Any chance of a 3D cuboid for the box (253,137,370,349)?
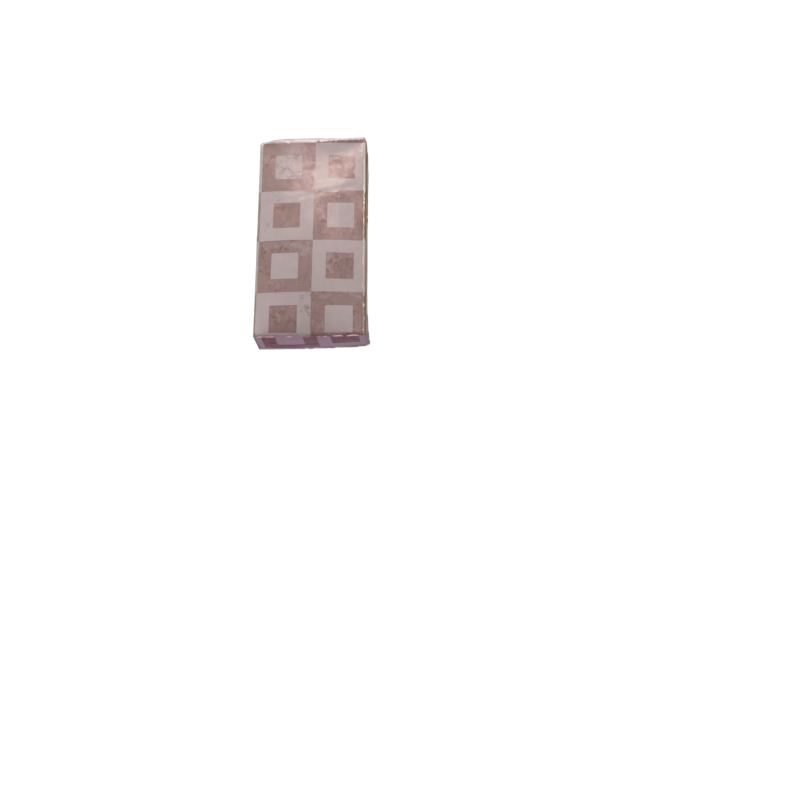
[{"bbox_3d":[-0.072,-0.132,0.923,0.094,0.184,0.046,-2,-18,4],"label":"box"}]
